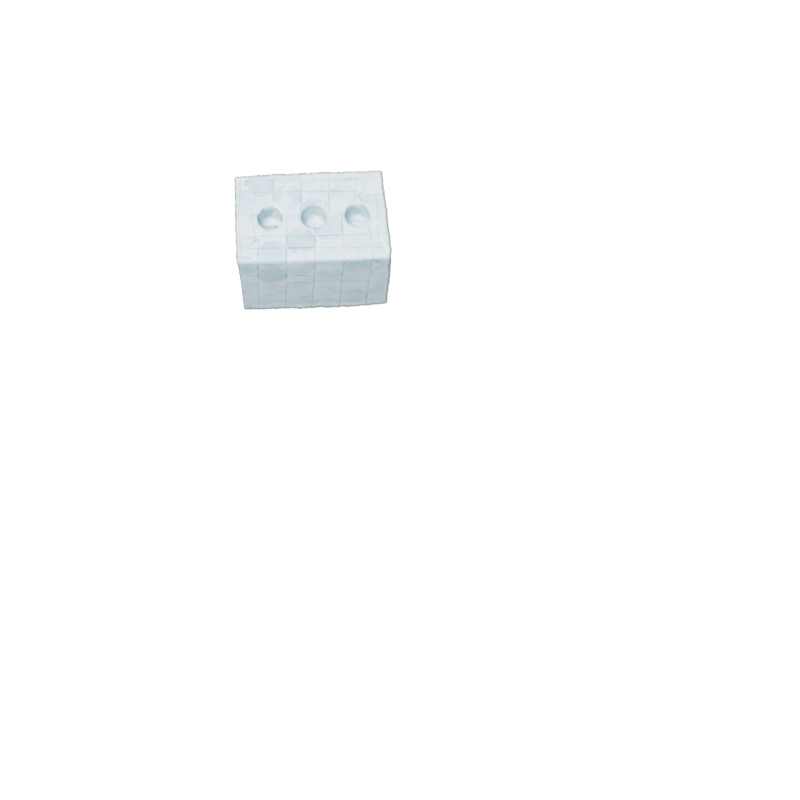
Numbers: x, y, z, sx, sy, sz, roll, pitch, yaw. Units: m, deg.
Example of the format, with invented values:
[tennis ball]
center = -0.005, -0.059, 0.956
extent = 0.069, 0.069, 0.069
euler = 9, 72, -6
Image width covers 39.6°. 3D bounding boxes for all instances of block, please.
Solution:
[block]
center = -0.045, -0.082, 0.572
extent = 0.078, 0.056, 0.048
euler = -3, -28, -3
